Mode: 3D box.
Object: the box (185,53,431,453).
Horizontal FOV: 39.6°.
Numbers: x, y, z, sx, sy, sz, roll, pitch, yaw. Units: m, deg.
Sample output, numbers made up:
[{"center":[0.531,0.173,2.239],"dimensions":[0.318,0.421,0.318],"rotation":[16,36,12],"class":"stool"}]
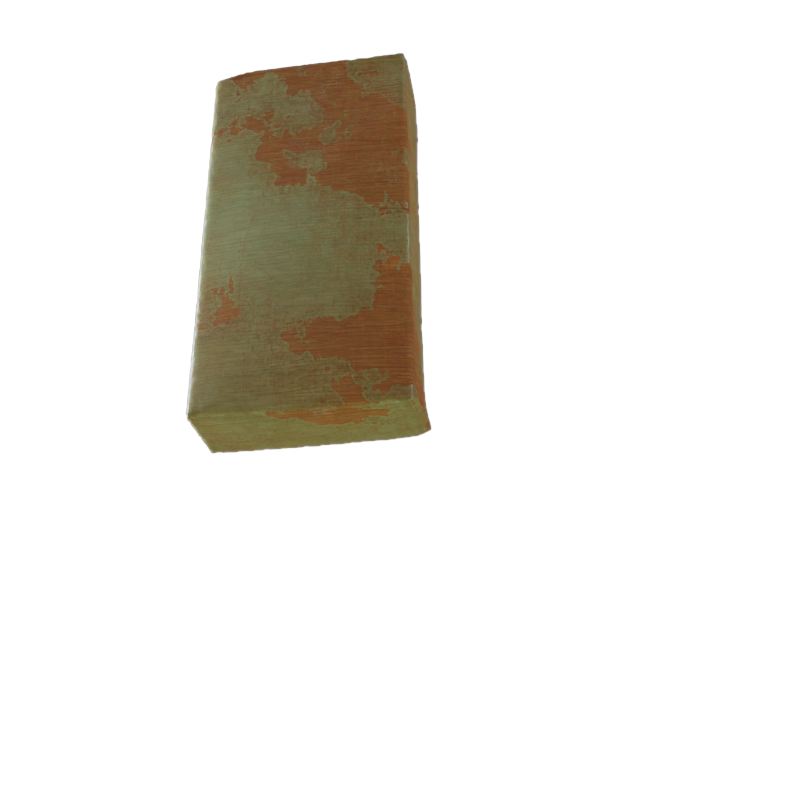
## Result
[{"center":[-0.038,-0.069,0.482],"dimensions":[0.094,0.187,0.045],"rotation":[-7,-29,9],"class":"box"}]
